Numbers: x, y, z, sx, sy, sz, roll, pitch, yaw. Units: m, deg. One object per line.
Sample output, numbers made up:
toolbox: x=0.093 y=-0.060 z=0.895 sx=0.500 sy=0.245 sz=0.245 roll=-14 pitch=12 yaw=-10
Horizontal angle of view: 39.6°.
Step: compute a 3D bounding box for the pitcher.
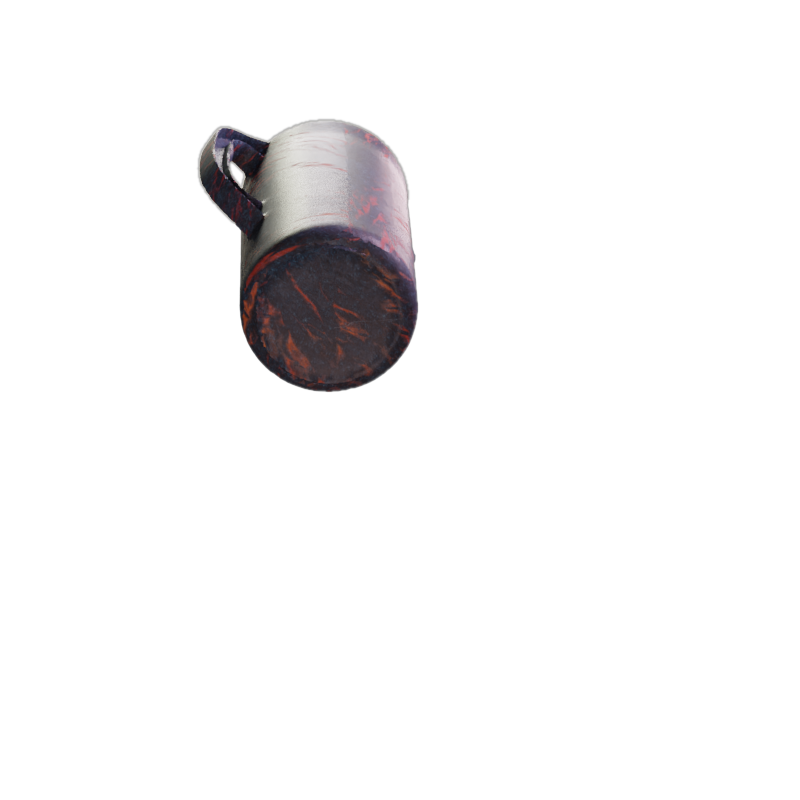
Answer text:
pitcher: x=-0.060 y=-0.110 z=0.769 sx=0.149 sy=0.138 sz=0.255 roll=-8 pitch=24 yaw=0
